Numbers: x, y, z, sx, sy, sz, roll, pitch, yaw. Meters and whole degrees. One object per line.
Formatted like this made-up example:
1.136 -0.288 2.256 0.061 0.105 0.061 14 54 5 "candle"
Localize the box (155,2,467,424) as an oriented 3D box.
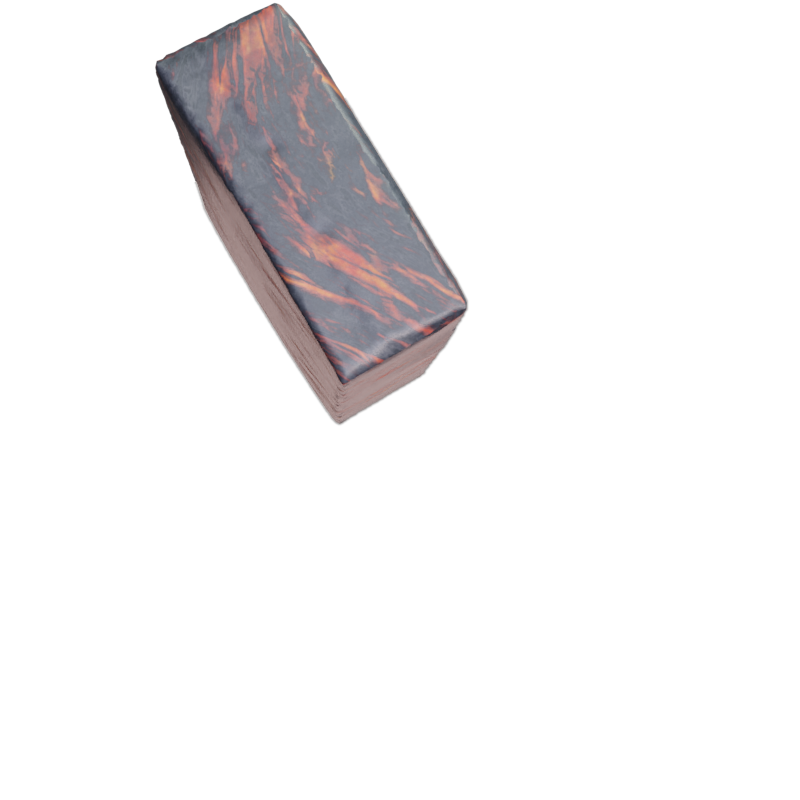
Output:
-0.044 -0.081 0.568 0.072 0.169 0.208 -30 -7 -7 "box"
